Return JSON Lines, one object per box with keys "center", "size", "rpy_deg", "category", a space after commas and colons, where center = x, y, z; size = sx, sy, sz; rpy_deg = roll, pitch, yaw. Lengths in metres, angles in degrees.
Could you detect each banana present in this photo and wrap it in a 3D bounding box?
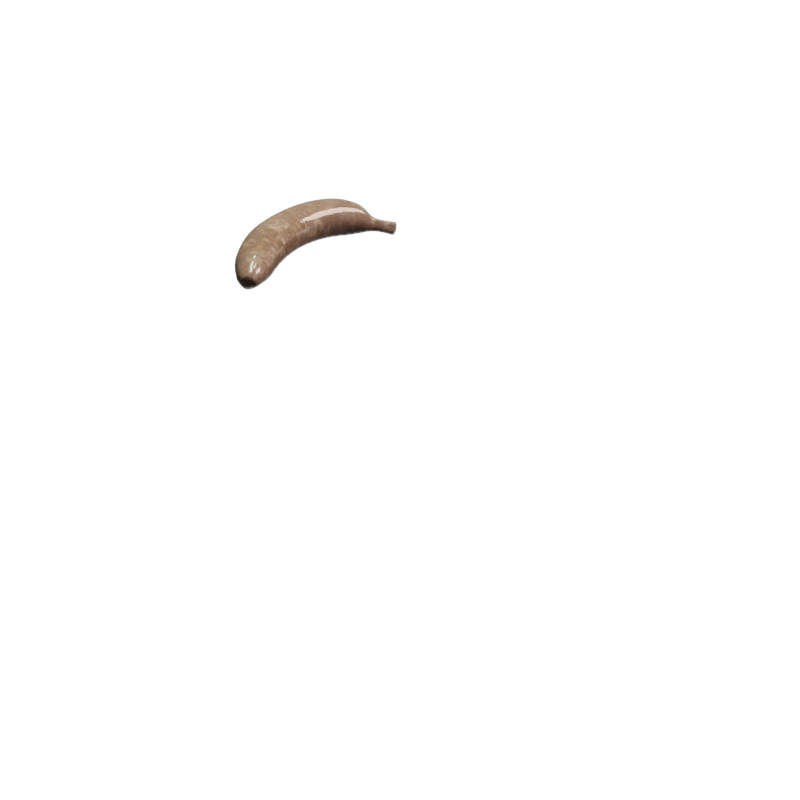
{"center": [-0.088, -0.146, 0.981], "size": [0.074, 0.035, 0.197], "rpy_deg": [21, 34, 34], "category": "banana"}
